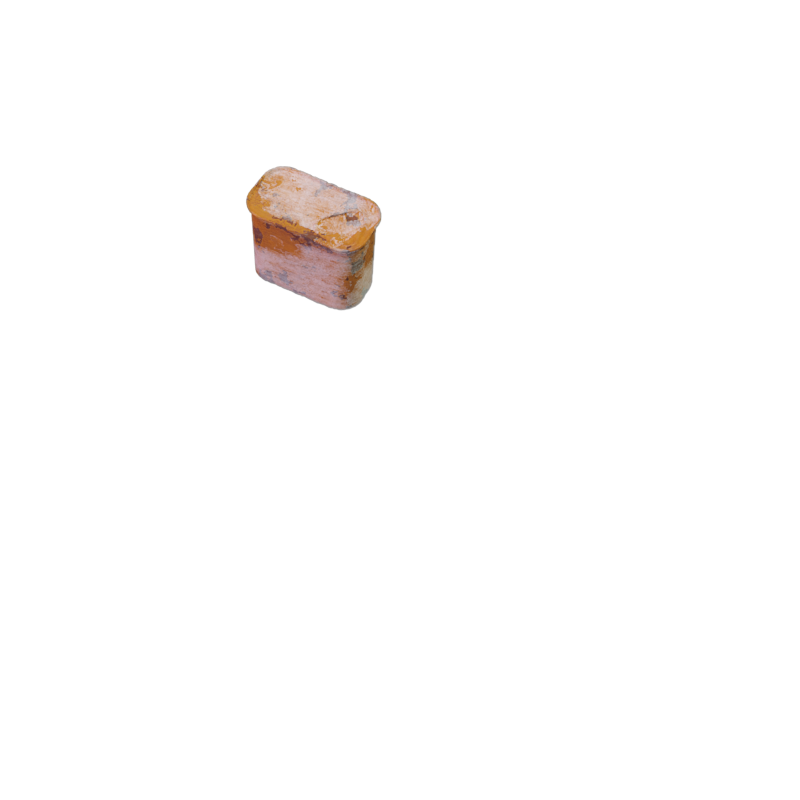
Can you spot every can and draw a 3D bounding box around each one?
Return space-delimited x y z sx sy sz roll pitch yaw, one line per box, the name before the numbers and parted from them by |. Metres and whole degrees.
can | -0.068 -0.125 0.873 0.106 0.059 0.078 24 -33 15
